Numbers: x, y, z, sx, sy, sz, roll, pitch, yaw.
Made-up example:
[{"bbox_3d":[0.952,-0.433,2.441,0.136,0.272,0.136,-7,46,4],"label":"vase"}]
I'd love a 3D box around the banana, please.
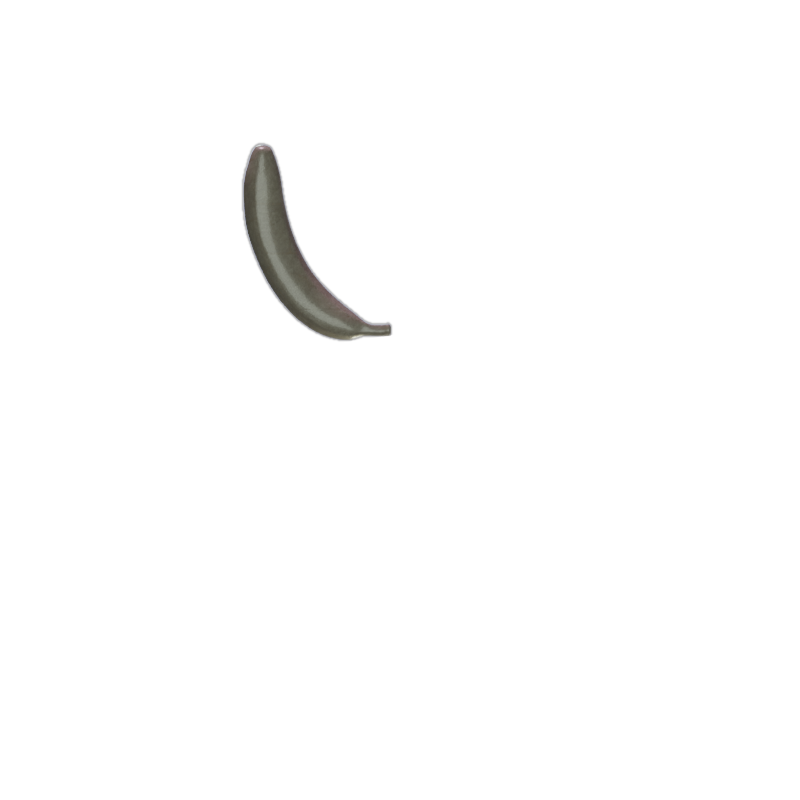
[{"bbox_3d":[-0.087,-0.122,0.950,0.069,0.193,0.038,-34,10,6],"label":"banana"}]
